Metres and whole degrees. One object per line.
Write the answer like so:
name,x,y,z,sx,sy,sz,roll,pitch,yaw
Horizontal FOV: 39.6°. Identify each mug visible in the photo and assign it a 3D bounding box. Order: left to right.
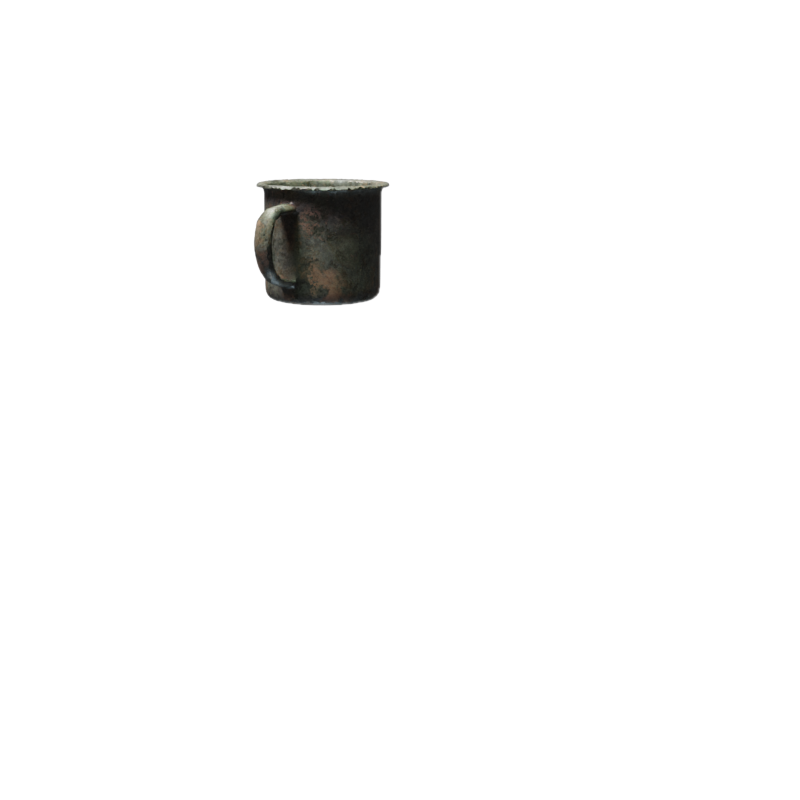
mug,-0.060,-0.110,0.770,0.097,0.080,0.115,7,14,30
